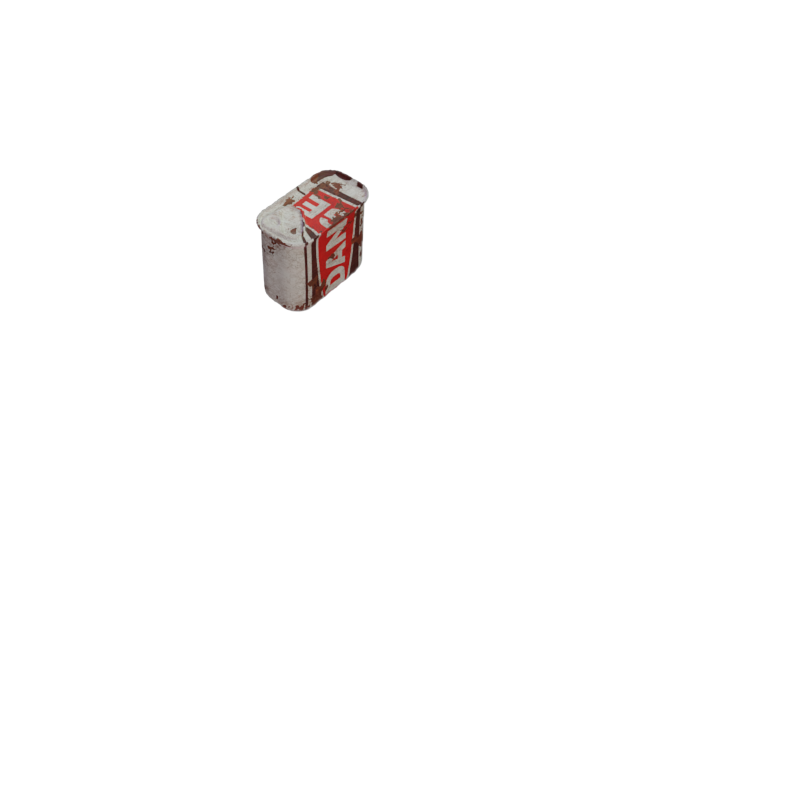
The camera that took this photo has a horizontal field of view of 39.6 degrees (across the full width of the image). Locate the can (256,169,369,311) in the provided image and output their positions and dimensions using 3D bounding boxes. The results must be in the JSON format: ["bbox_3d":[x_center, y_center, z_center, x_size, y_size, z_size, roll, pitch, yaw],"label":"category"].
[{"bbox_3d":[-0.076,-0.138,0.968,0.061,0.078,0.103,32,54,25],"label":"can"}]
